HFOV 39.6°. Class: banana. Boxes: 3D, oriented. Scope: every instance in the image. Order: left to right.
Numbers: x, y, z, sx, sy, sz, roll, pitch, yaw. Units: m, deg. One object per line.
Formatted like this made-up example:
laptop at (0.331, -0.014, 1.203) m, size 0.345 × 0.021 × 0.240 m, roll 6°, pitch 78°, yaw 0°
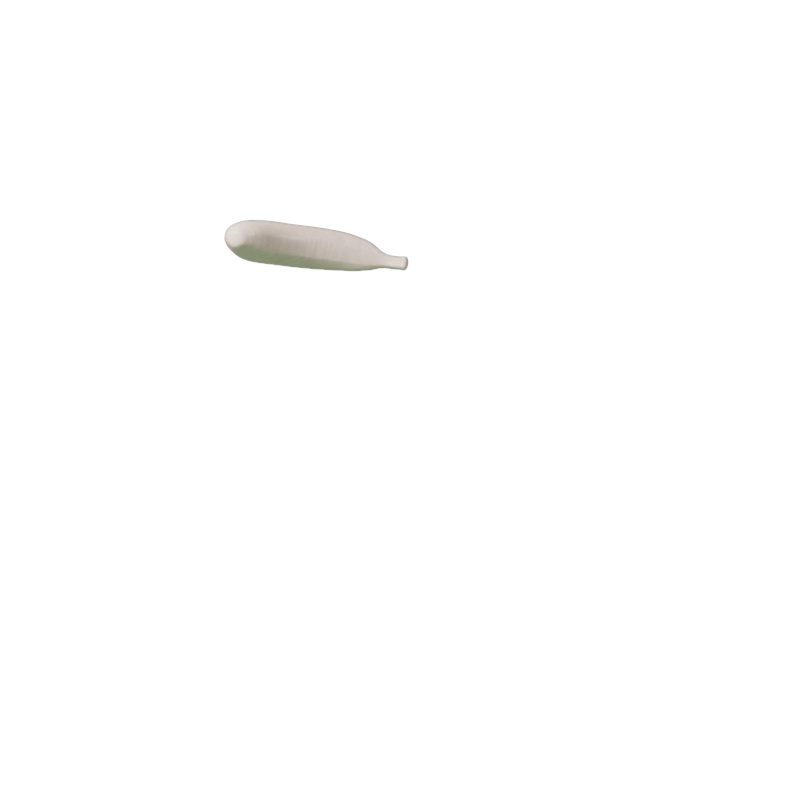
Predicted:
banana at (-0.083, -0.133, 0.947) m, size 0.189 × 0.037 × 0.072 m, roll 0°, pitch -1°, yaw -43°
